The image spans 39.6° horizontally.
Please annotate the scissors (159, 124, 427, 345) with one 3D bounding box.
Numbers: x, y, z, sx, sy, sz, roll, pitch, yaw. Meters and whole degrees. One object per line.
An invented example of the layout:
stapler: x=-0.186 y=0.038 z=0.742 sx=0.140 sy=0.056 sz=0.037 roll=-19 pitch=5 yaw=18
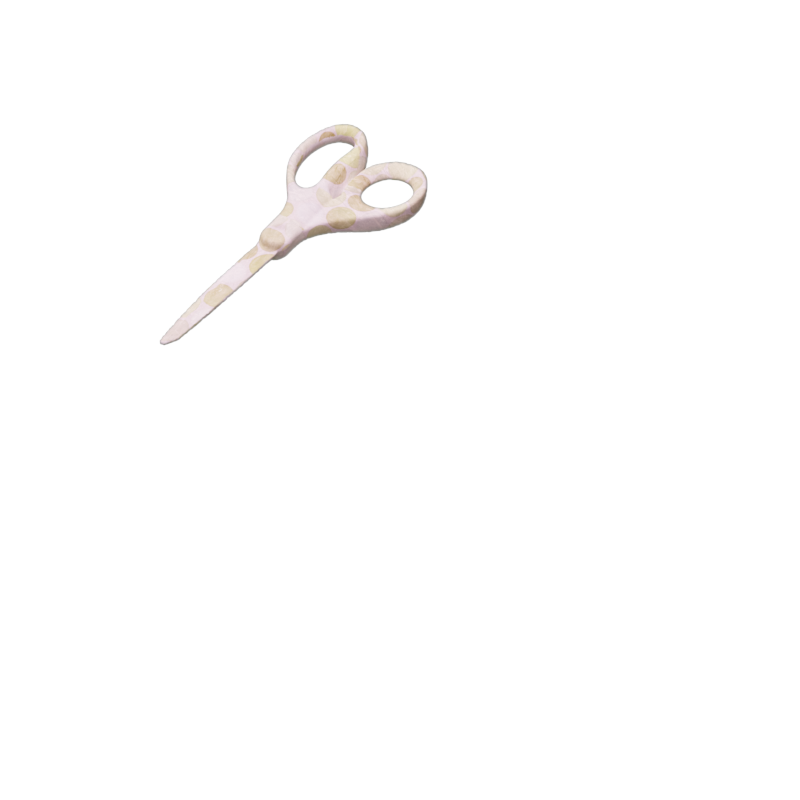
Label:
scissors: x=-0.050 y=-0.091 z=0.637 sx=0.099 sy=0.211 sz=0.015 roll=14 pitch=-40 yaw=12
